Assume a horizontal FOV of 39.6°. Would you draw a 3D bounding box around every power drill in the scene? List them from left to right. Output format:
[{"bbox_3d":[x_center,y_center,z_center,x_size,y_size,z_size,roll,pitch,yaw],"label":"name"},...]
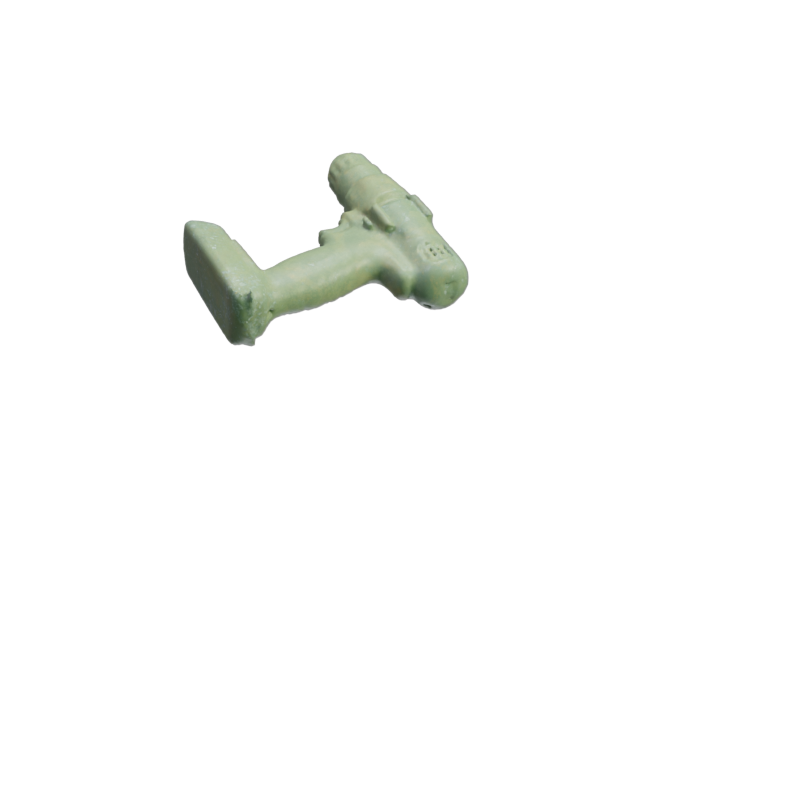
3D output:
[{"bbox_3d":[-0.066,-0.121,0.848,0.185,0.053,0.200,-18,44,-20],"label":"power drill"}]
